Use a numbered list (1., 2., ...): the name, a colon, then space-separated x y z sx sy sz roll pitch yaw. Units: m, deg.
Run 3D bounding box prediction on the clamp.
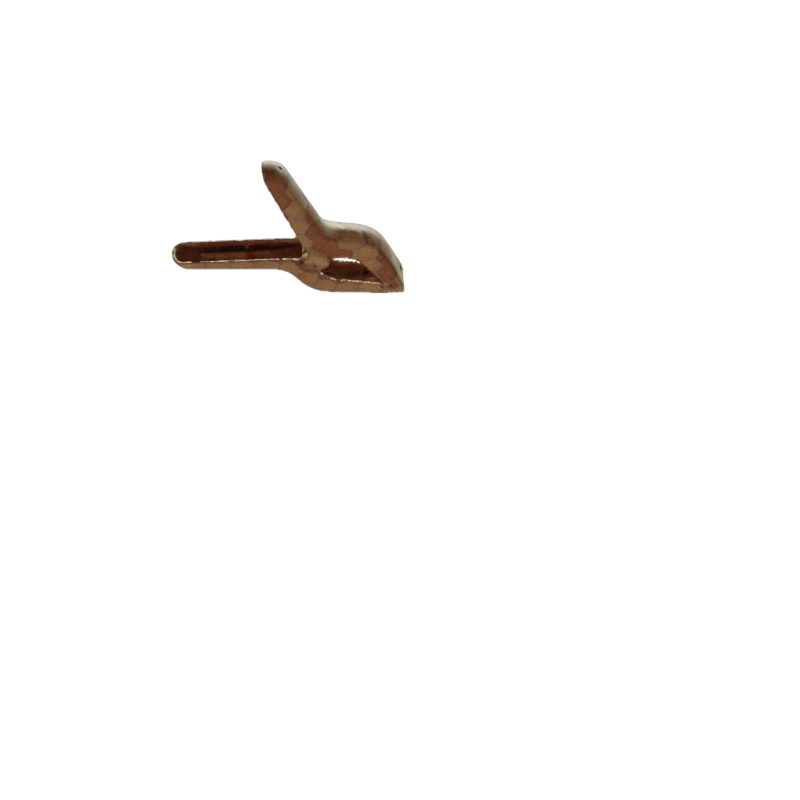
1. clamp: -0.077 -0.140 0.983 0.201 0.039 0.161 14 -30 -26
